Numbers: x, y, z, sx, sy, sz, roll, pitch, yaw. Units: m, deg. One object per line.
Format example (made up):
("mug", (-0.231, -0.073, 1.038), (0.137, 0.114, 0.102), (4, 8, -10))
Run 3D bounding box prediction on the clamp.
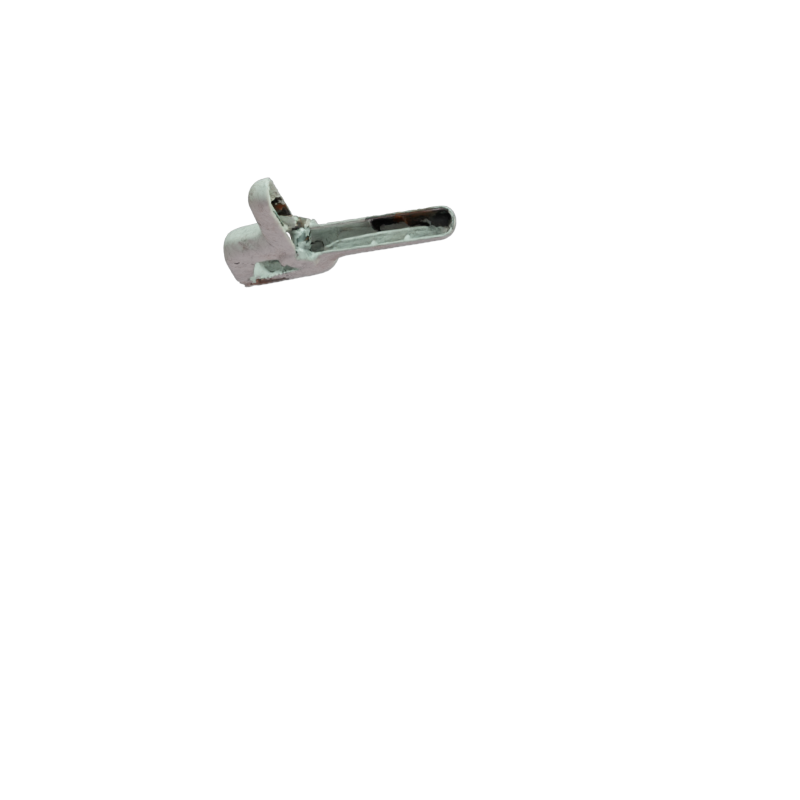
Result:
("clamp", (-0.067, -0.123, 0.861), (0.159, 0.037, 0.210), (4, -10, -24))
